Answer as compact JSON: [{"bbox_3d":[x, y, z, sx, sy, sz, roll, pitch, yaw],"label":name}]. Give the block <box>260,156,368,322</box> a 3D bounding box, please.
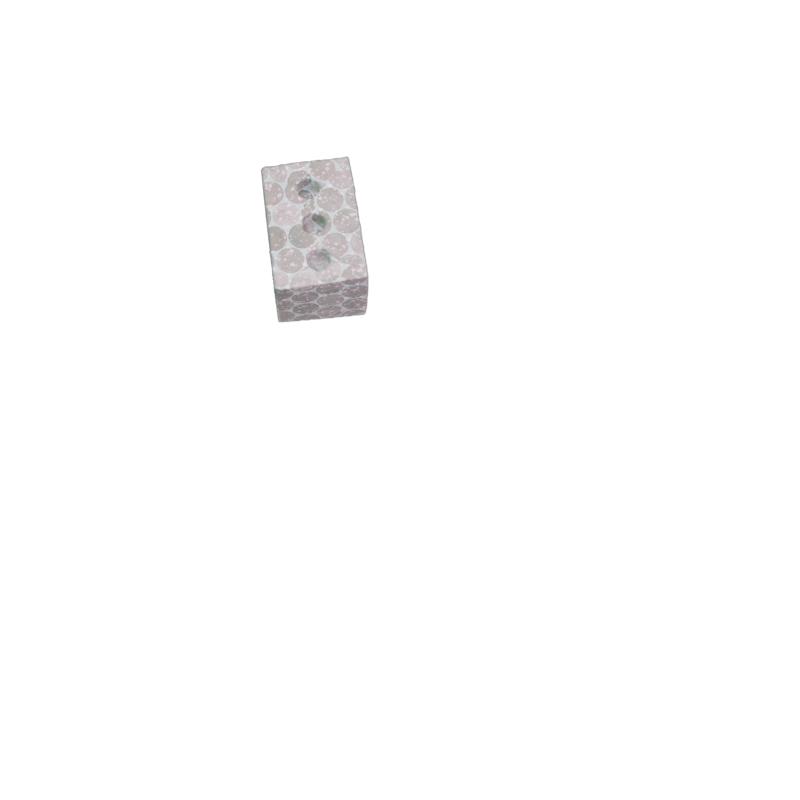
[{"bbox_3d":[-0.050,-0.090,0.633,0.052,0.082,0.049,-8,-22,-5],"label":"block"}]
